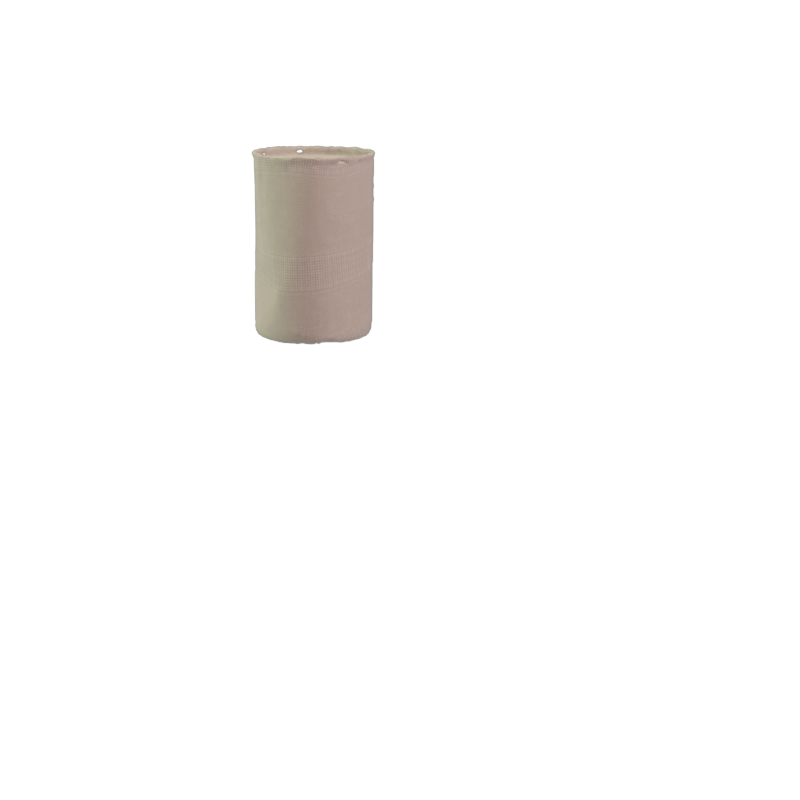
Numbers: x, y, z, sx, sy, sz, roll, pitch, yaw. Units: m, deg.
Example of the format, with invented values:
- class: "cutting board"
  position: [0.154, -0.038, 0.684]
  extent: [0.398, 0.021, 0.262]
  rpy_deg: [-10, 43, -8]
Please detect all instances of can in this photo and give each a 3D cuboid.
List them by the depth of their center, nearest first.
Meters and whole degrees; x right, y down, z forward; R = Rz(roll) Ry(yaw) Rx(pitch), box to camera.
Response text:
- class: "can"
  position: [-0.048, -0.088, 0.618]
  extent: [0.068, 0.100, 0.071]
  rpy_deg: [0, 12, -2]
